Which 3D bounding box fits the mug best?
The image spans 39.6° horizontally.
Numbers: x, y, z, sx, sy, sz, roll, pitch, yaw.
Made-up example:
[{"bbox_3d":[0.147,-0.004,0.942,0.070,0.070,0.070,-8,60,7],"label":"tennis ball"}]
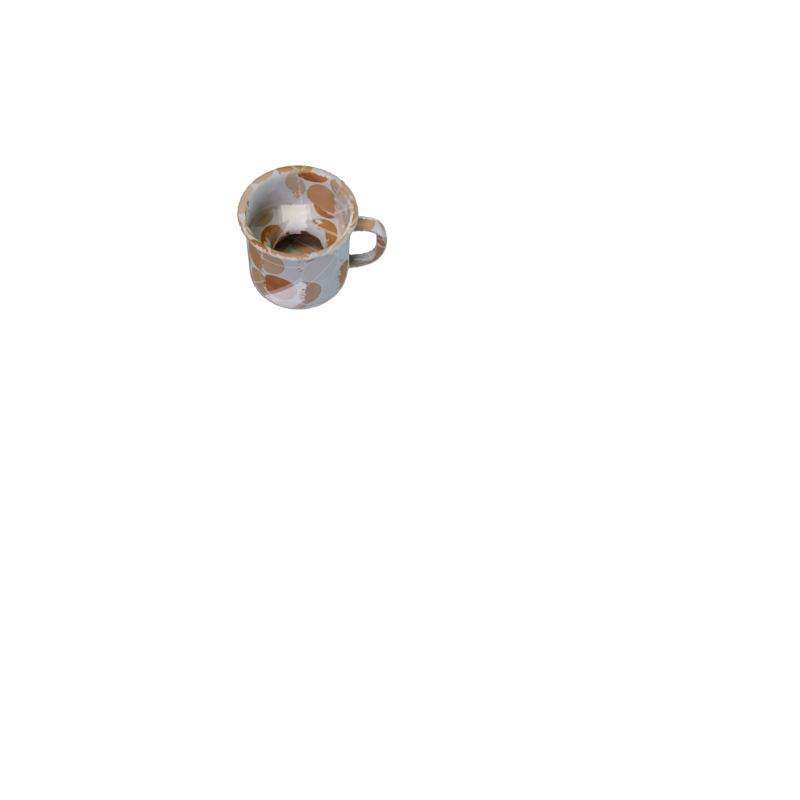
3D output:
[{"bbox_3d":[-0.069,-0.126,0.883,0.117,0.100,0.076,-2,-33,-3],"label":"mug"}]
